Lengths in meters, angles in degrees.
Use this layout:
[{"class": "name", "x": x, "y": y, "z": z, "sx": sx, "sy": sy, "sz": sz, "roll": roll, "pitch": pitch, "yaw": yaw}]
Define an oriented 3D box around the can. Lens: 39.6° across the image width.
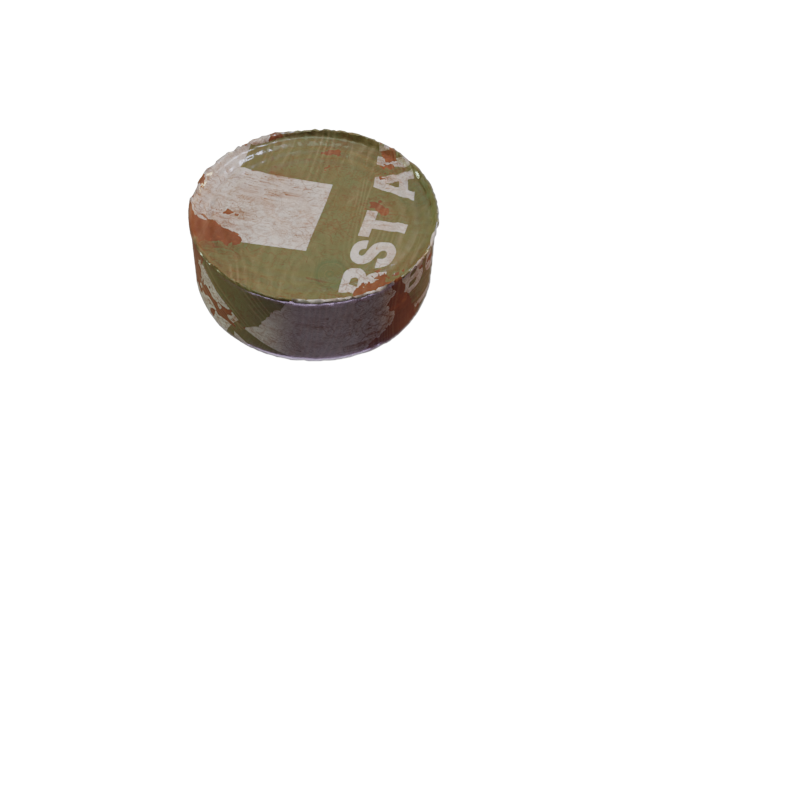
[{"class": "can", "x": -0.031, "y": -0.056, "z": 0.390, "sx": 0.086, "sy": 0.092, "sz": 0.031, "roll": -1, "pitch": -41, "yaw": -1}]
